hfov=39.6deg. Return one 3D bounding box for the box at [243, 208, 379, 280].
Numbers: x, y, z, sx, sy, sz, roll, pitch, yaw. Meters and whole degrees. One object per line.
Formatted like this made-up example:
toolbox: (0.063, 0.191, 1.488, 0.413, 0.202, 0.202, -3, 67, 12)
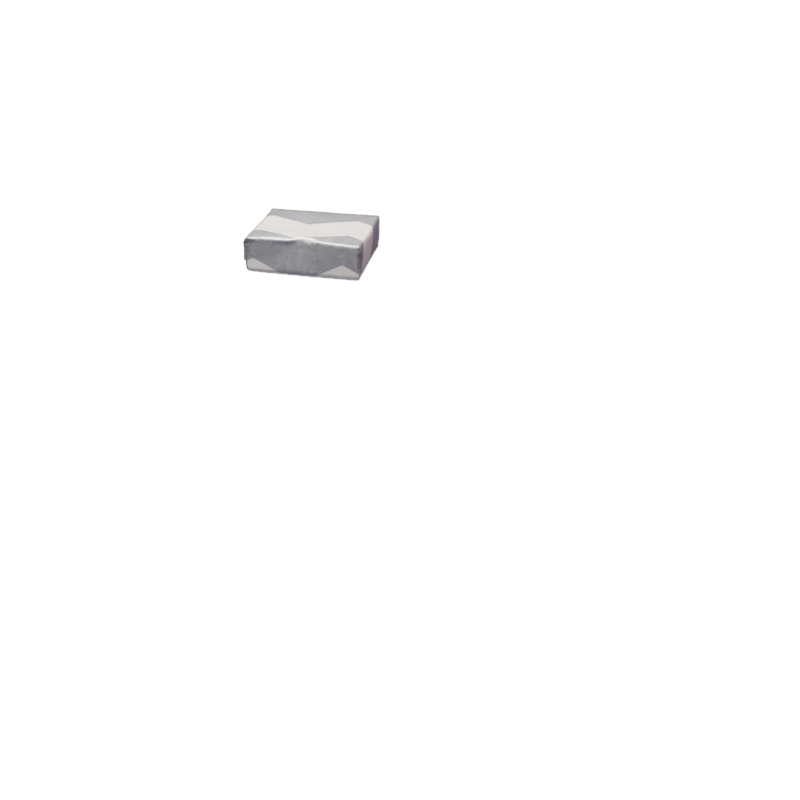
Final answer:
box: (-0.066, -0.120, 0.839, 0.091, 0.029, 0.075, 6, 26, 12)
